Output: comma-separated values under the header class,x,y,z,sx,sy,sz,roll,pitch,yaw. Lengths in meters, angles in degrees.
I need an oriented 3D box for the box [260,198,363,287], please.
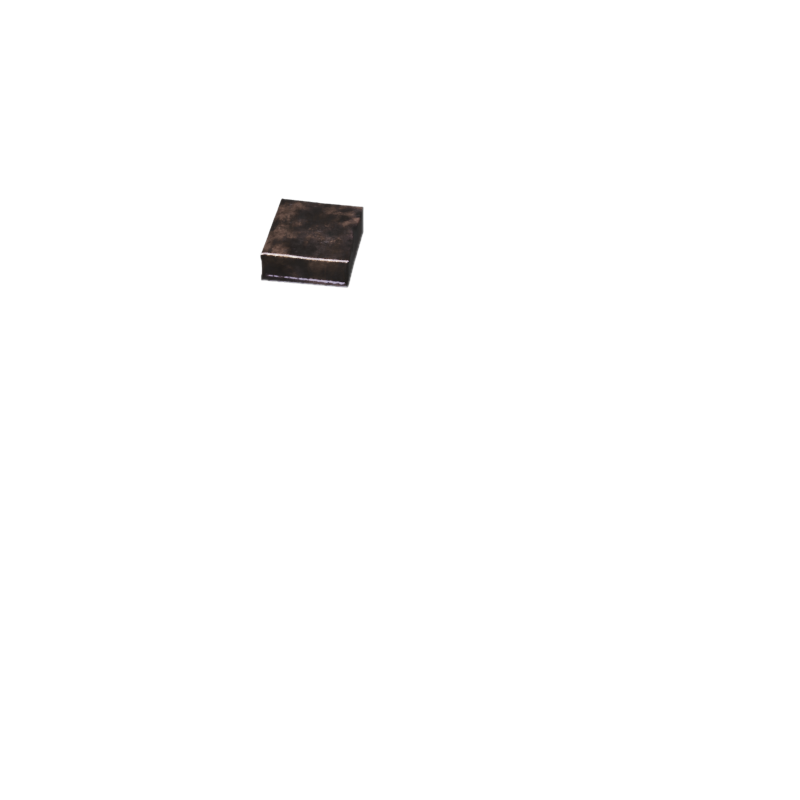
class,x,y,z,sx,sy,sz,roll,pitch,yaw
box,-0.072,-0.132,0.925,0.074,0.028,0.094,5,39,6
